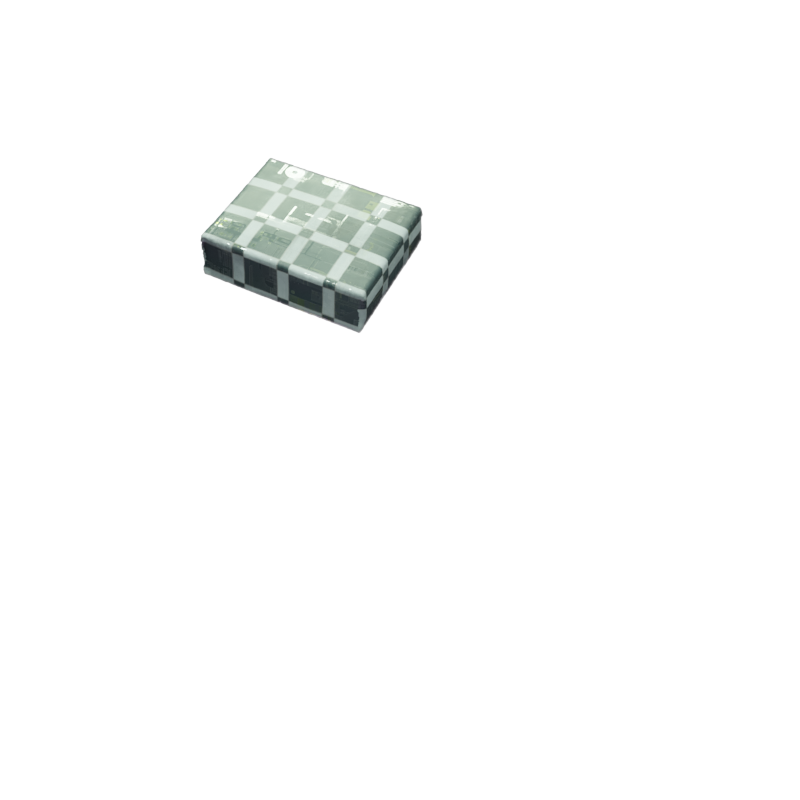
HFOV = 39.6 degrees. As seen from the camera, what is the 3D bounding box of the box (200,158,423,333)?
[{"bbox_3d":[-0.054,-0.099,0.696,0.118,0.036,0.093,19,47,18],"label":"box"}]
